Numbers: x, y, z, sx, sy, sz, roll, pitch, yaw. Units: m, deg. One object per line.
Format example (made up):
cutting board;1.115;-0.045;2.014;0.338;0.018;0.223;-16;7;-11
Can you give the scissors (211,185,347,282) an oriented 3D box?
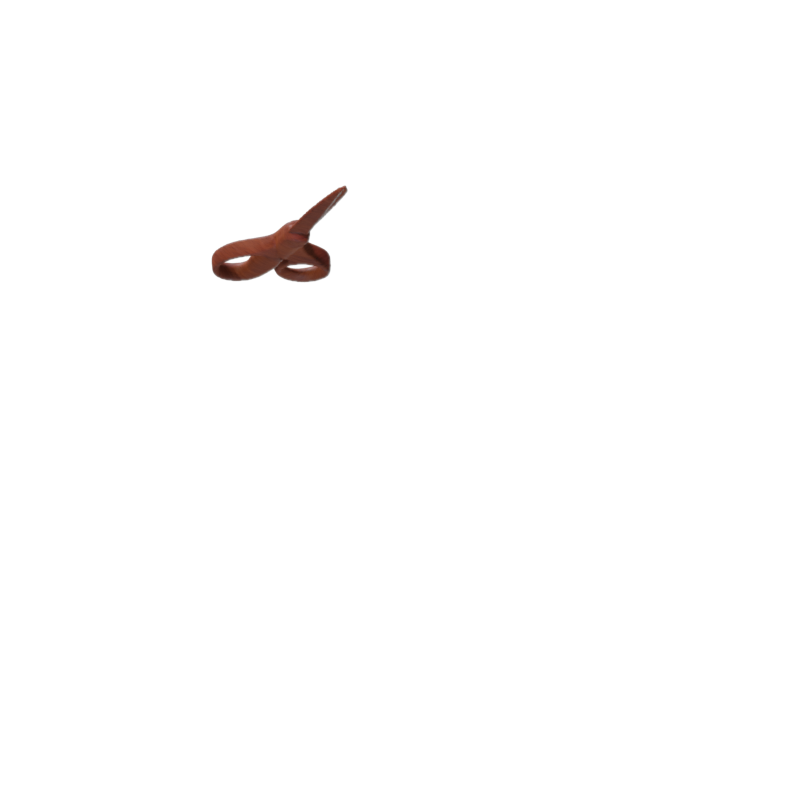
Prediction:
scissors;-0.060;-0.110;0.768;0.092;0.016;0.205;7;-12;-36
